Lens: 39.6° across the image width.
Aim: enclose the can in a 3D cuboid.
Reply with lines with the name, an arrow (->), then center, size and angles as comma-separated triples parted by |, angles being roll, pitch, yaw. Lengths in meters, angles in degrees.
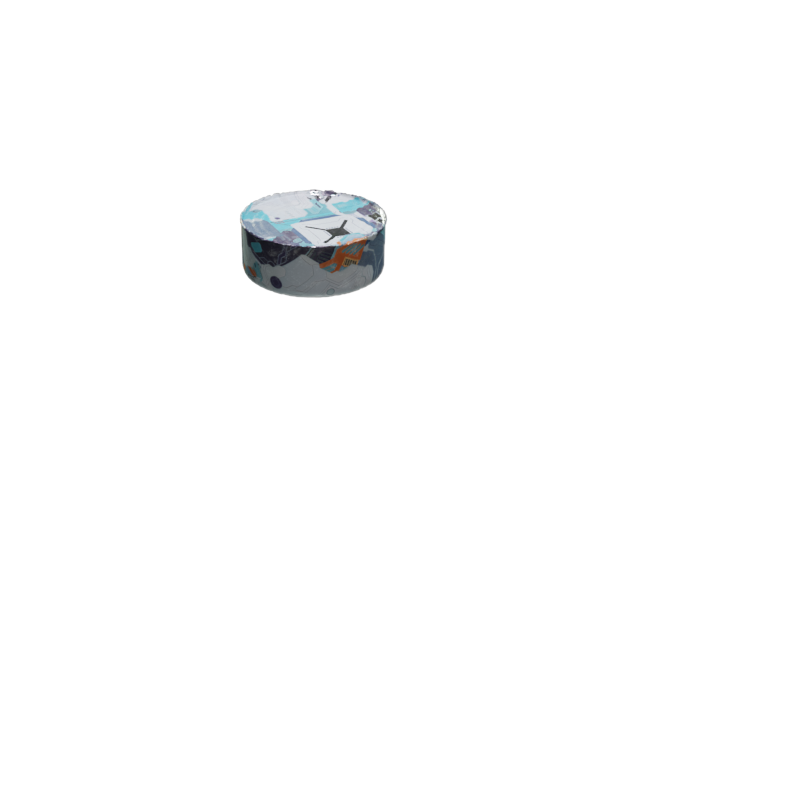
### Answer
can -> -0.051, -0.093, 0.652 | 0.086, 0.032, 0.091 | -1, 30, -2
